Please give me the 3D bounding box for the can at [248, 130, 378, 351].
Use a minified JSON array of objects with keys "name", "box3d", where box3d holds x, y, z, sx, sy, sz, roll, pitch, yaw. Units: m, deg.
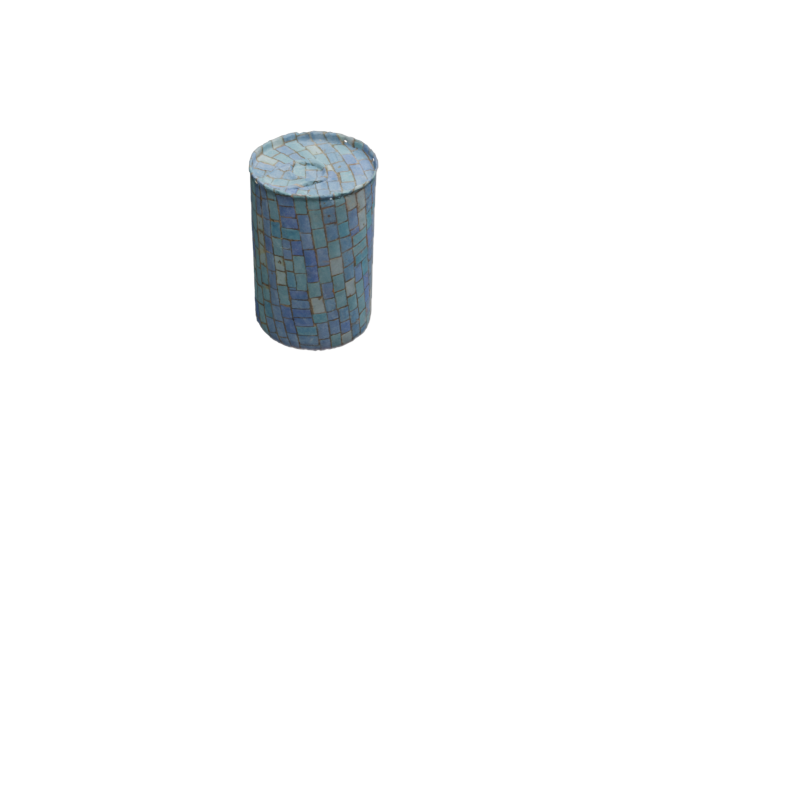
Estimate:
[{"name":"can","box3d":[-0.048,-0.087,0.607,0.068,0.095,0.073,0,38,-3]}]
